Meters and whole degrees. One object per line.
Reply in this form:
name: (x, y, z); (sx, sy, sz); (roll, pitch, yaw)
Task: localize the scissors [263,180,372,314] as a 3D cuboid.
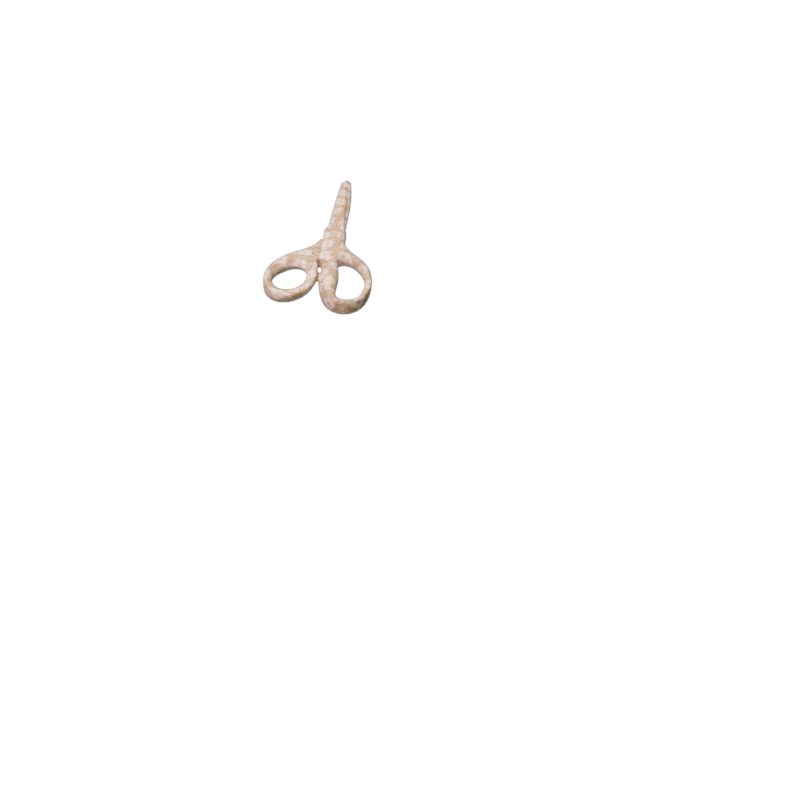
scissors: (-0.074, -0.135, 0.942); (0.095, 0.015, 0.217); (-6, 38, -8)
